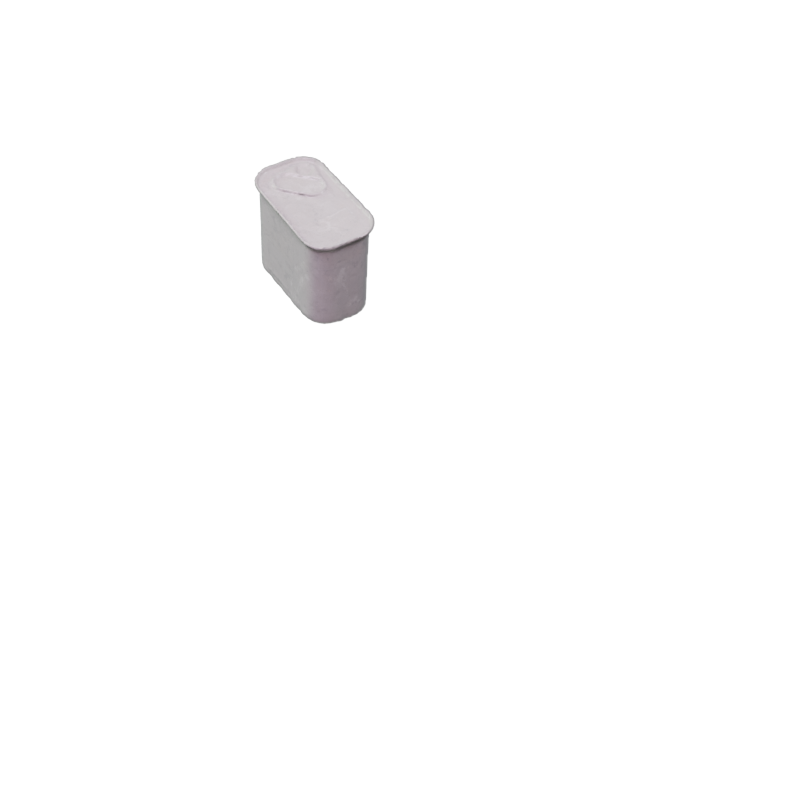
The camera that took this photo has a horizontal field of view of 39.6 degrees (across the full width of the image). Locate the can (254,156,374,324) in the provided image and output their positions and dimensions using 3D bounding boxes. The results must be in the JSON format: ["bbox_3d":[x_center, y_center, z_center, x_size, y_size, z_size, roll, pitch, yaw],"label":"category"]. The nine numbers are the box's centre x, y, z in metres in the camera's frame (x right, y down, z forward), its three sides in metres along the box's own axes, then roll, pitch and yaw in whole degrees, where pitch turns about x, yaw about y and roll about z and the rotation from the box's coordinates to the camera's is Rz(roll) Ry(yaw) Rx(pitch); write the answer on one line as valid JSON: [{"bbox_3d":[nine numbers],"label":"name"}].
[{"bbox_3d":[-0.065,-0.119,0.830,0.057,0.078,0.110,-23,52,-23],"label":"can"}]
